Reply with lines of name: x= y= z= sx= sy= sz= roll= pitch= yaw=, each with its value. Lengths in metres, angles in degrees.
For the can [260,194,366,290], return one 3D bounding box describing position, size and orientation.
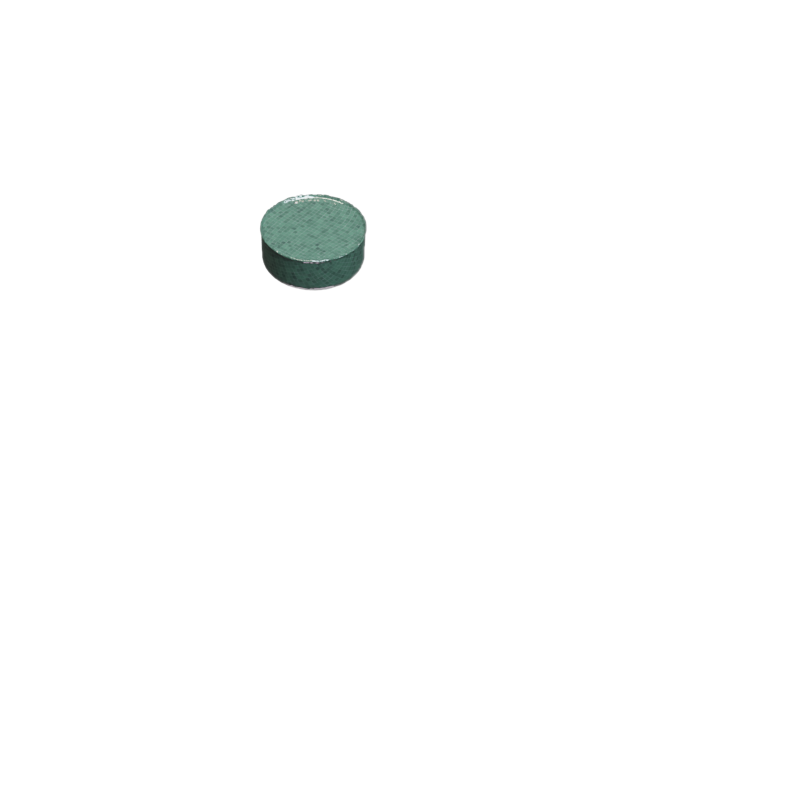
can: x=-0.070 y=-0.128 z=0.900 sx=0.086 sy=0.031 sz=0.092 roll=-1 pitch=44 yaw=-1
